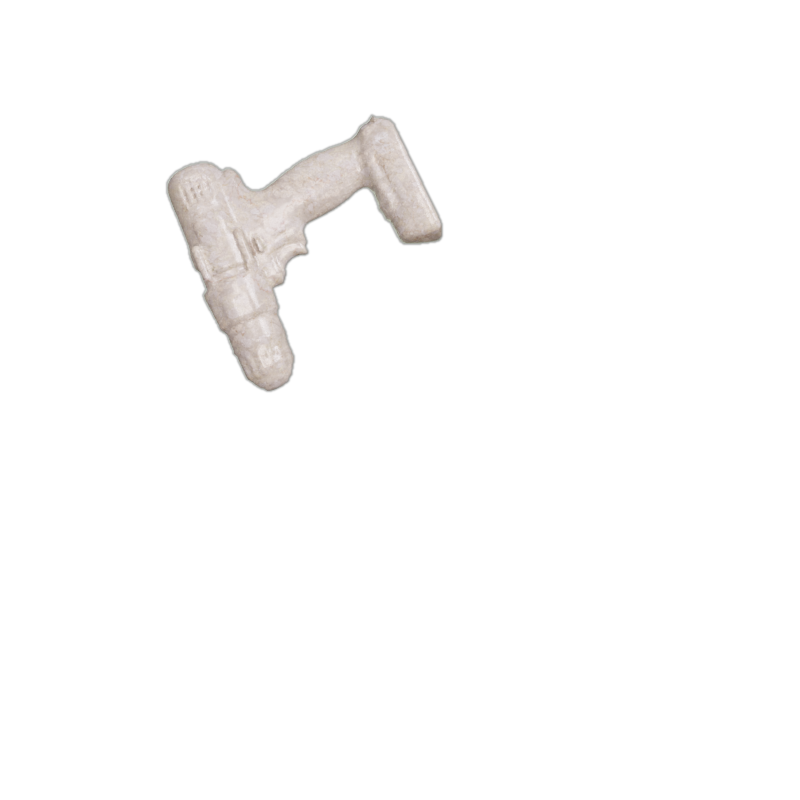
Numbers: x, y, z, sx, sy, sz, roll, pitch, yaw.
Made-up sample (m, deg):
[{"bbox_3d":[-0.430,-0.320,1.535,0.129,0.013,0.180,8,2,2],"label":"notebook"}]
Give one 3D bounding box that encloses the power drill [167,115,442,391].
[{"bbox_3d":[-0.067,-0.121,0.850,0.187,0.188,0.056,-23,-7,-3],"label":"power drill"}]
